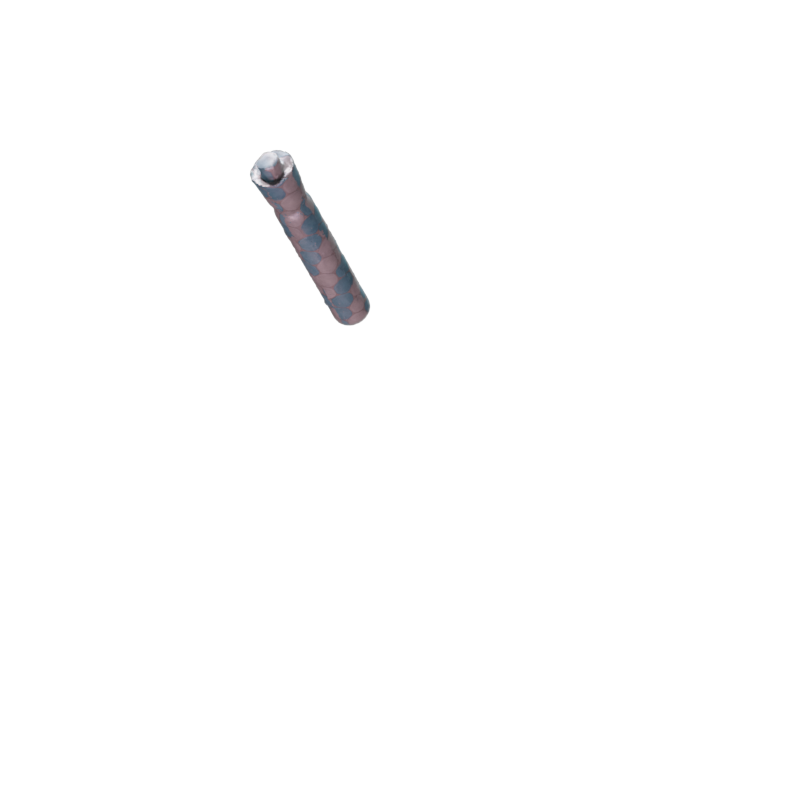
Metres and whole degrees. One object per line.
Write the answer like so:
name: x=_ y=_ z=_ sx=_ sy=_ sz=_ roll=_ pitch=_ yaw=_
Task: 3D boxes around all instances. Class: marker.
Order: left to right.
marker: x=-0.038 y=-0.070 z=0.490 sx=0.020 sy=0.021 sz=0.112 roll=2 pitch=-27 yaw=19
